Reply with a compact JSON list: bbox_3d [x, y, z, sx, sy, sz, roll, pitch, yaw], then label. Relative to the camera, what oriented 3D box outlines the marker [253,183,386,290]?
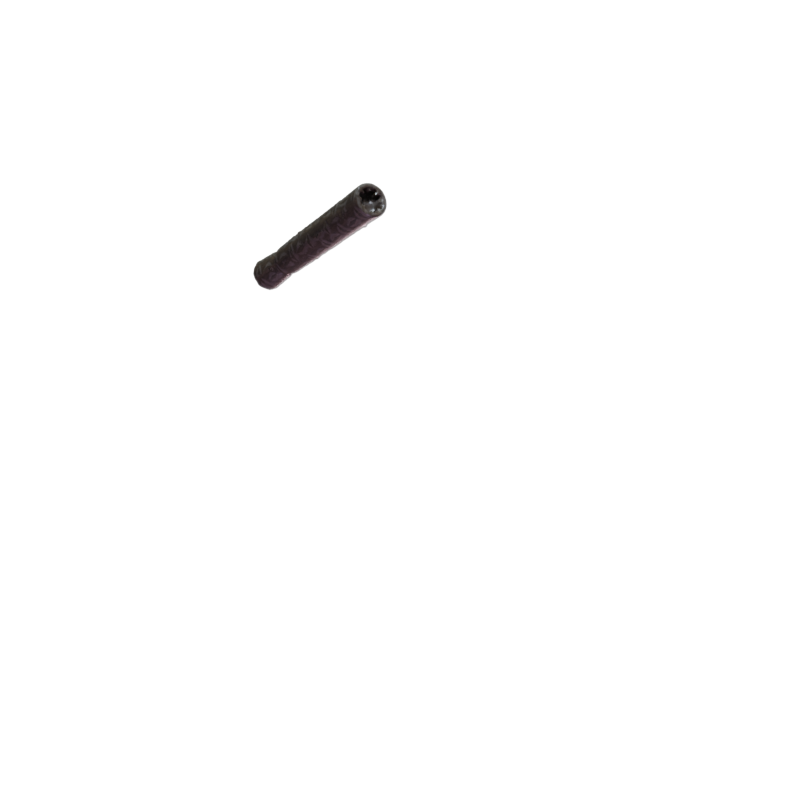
[{"bbox_3d":[-0.047,-0.086,0.603,0.019,0.020,0.121,-2,-13,-35],"label":"marker"}]
